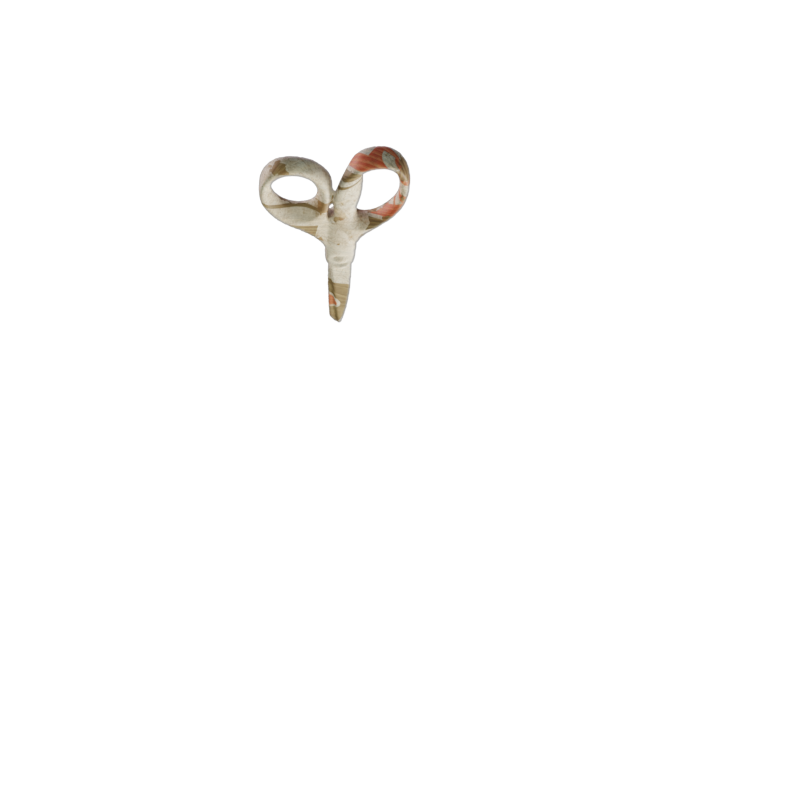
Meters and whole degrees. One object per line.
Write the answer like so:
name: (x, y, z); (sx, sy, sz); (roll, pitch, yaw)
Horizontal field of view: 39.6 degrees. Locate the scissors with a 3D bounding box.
scissors: (-0.054, -0.099, 0.696); (0.094, 0.017, 0.195); (8, -26, -17)
